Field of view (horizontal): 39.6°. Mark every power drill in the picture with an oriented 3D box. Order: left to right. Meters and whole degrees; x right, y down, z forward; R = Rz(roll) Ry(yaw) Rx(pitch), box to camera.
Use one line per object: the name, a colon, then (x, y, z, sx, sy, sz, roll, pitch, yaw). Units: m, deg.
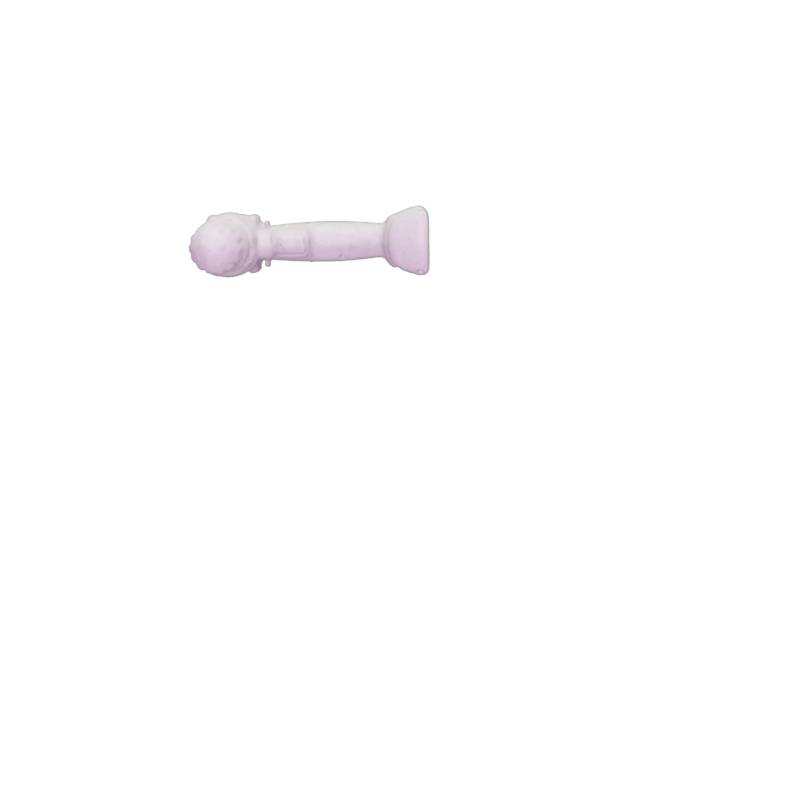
power drill: (-0.071, -0.129, 0.902, 0.189, 0.056, 0.187, 1, 11, 3)
